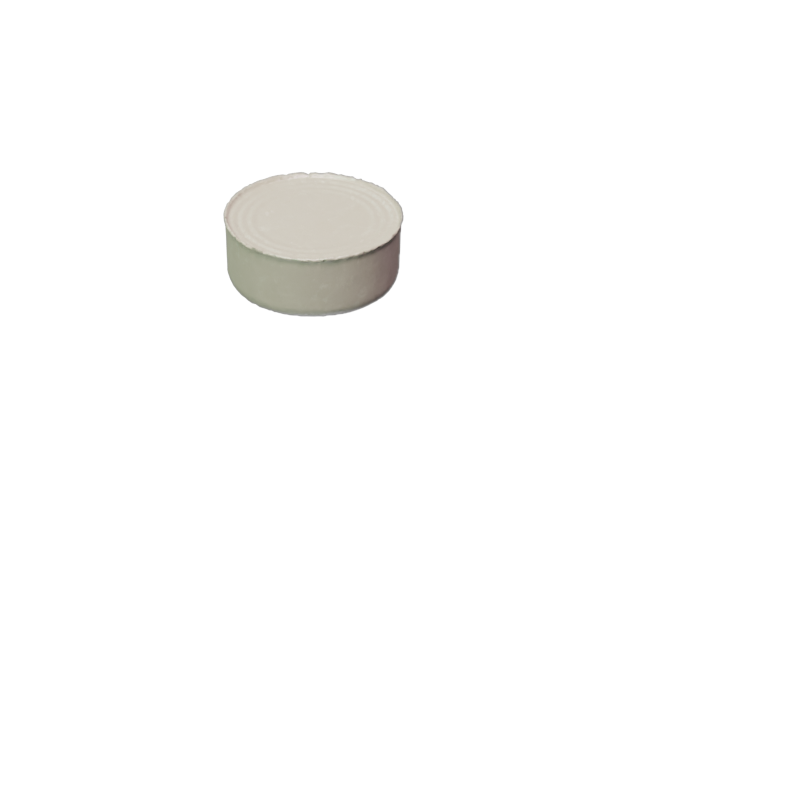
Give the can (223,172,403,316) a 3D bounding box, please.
[{"bbox_3d":[-0.042,-0.077,0.537,0.086,0.031,0.092,-1,36,-2],"label":"can"}]
